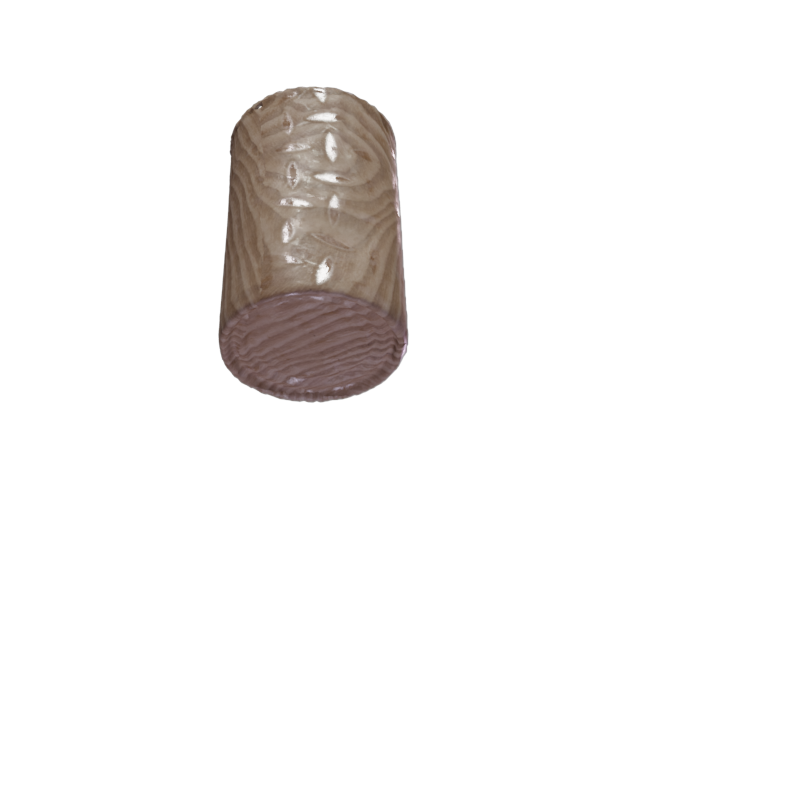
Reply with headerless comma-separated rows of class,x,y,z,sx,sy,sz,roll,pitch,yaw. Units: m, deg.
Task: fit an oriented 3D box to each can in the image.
can,-0.033,-0.060,0.418,0.068,0.110,0.064,-1,-38,-3
